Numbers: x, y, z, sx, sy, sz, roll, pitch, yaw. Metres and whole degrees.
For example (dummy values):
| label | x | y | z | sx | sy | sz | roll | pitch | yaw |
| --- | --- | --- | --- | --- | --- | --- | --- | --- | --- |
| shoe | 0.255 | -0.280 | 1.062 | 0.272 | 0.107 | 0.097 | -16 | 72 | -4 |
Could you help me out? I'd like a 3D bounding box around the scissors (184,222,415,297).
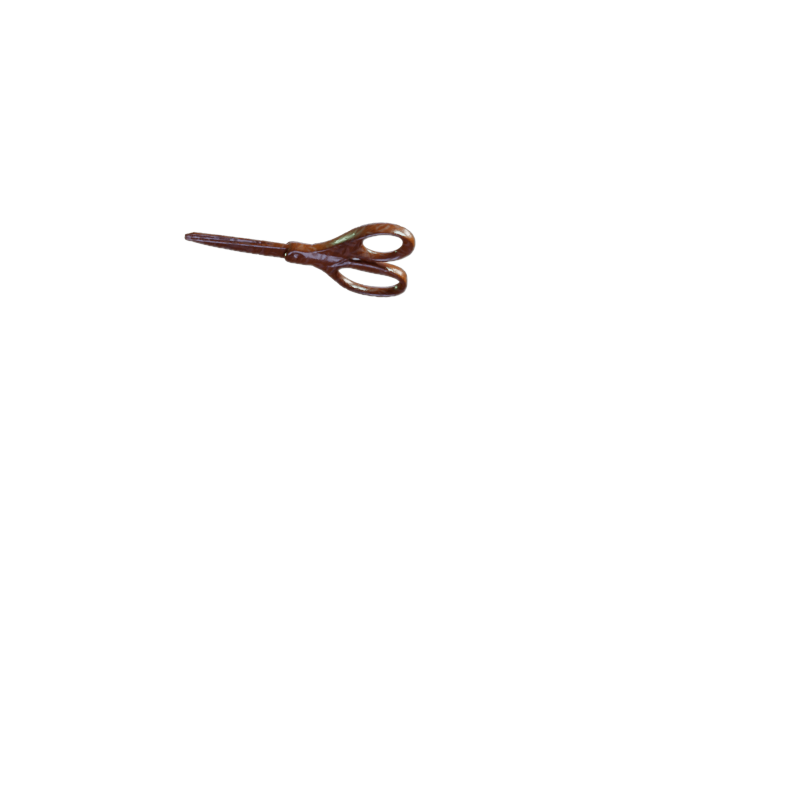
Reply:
| label | x | y | z | sx | sy | sz | roll | pitch | yaw |
| --- | --- | --- | --- | --- | --- | --- | --- | --- | --- |
| scissors | -0.075 | -0.136 | 0.954 | 0.194 | 0.017 | 0.093 | 18 | -42 | -21 |
